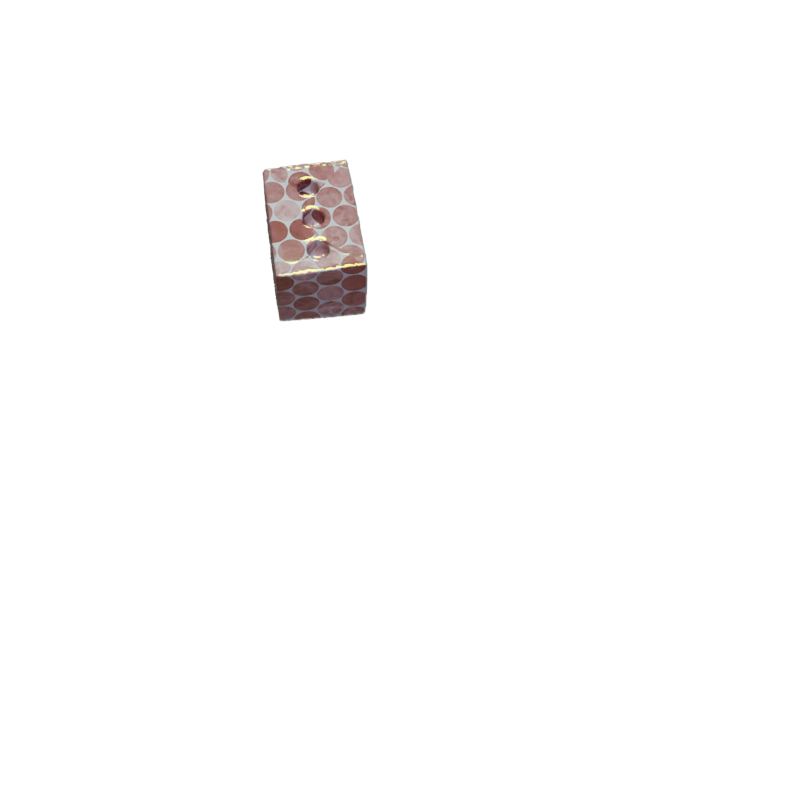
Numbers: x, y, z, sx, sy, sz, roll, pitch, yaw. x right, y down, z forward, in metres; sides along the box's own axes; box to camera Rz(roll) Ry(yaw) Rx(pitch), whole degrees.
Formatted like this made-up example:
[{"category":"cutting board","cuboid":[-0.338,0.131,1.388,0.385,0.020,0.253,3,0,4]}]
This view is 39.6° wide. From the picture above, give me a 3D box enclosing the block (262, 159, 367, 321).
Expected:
[{"category":"block","cuboid":[-0.051,-0.093,0.653,0.052,0.084,0.048,-8,-30,-6]}]
